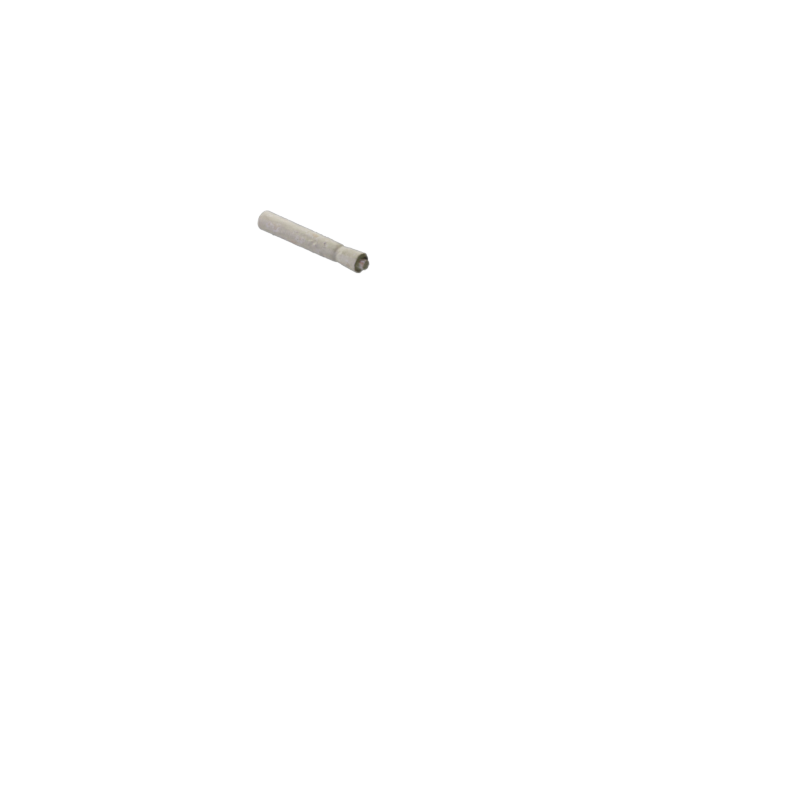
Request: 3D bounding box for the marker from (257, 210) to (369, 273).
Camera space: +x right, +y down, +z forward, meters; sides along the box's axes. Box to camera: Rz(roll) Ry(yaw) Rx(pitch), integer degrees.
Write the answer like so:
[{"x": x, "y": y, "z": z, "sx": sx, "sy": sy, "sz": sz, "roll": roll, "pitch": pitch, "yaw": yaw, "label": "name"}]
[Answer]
[{"x": -0.077, "y": -0.140, "z": 0.979, "sx": 0.129, "sy": 0.019, "sz": 0.019, "roll": 28, "pitch": 19, "yaw": 33, "label": "marker"}]
